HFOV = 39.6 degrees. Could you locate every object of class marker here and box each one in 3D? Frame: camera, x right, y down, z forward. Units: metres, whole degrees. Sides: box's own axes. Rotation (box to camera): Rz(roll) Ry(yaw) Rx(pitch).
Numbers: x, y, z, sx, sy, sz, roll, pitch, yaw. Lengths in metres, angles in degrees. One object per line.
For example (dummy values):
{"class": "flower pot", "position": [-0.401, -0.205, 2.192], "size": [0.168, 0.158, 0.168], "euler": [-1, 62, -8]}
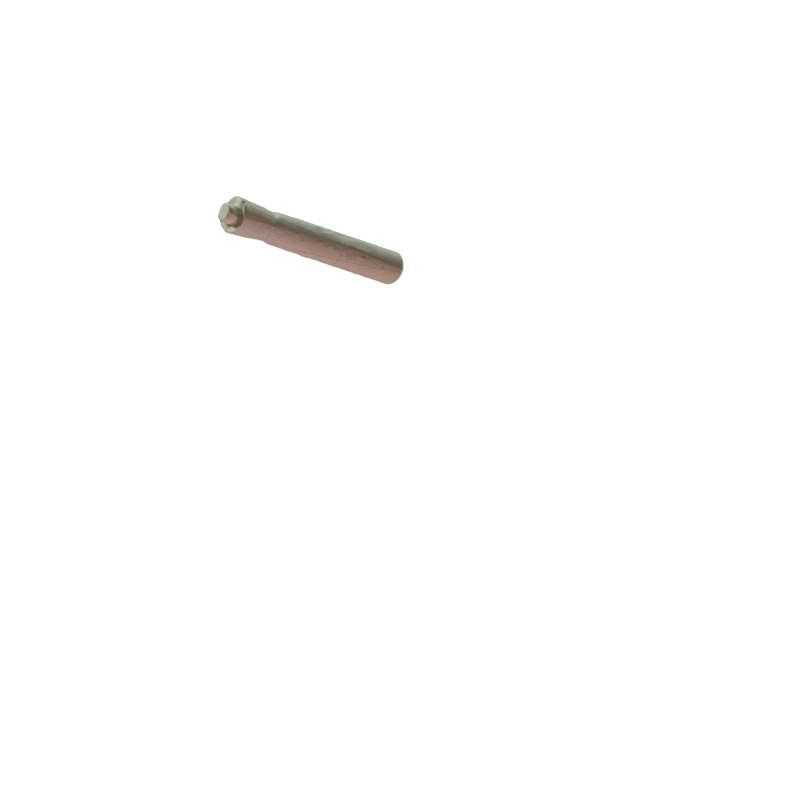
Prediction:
{"class": "marker", "position": [-0.045, -0.082, 0.573], "size": [0.114, 0.020, 0.021], "euler": [13, -6, -44]}
